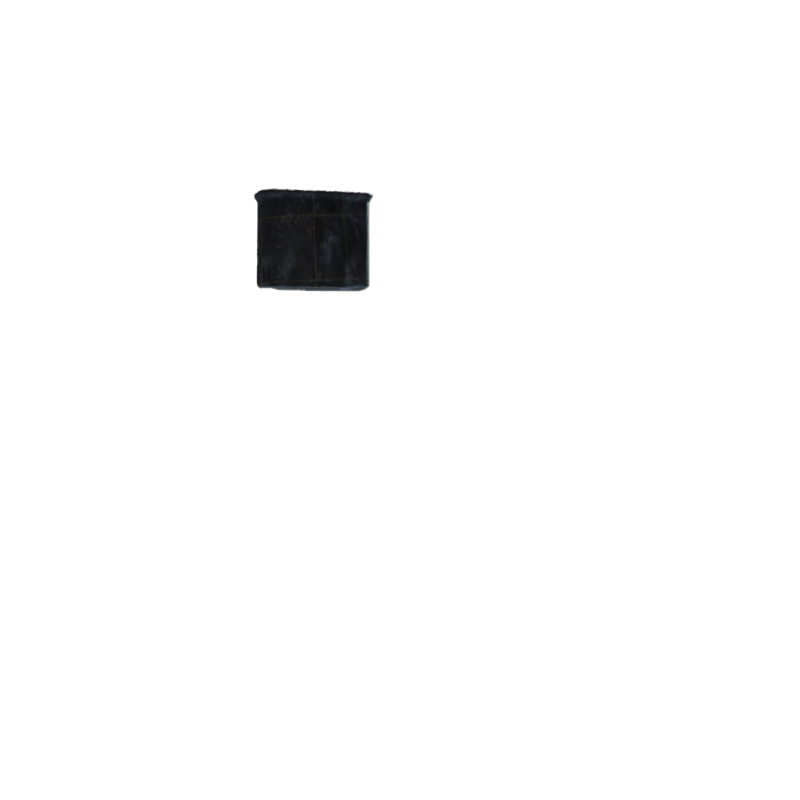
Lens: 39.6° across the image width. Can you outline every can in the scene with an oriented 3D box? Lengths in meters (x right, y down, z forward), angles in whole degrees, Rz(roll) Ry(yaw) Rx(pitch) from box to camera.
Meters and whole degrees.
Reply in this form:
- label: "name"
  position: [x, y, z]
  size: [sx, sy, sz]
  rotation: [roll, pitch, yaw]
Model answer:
- label: "can"
  position: [-0.076, -0.138, 0.966]
  size: [0.100, 0.085, 0.058]
  rotation: [0, -3, -16]
